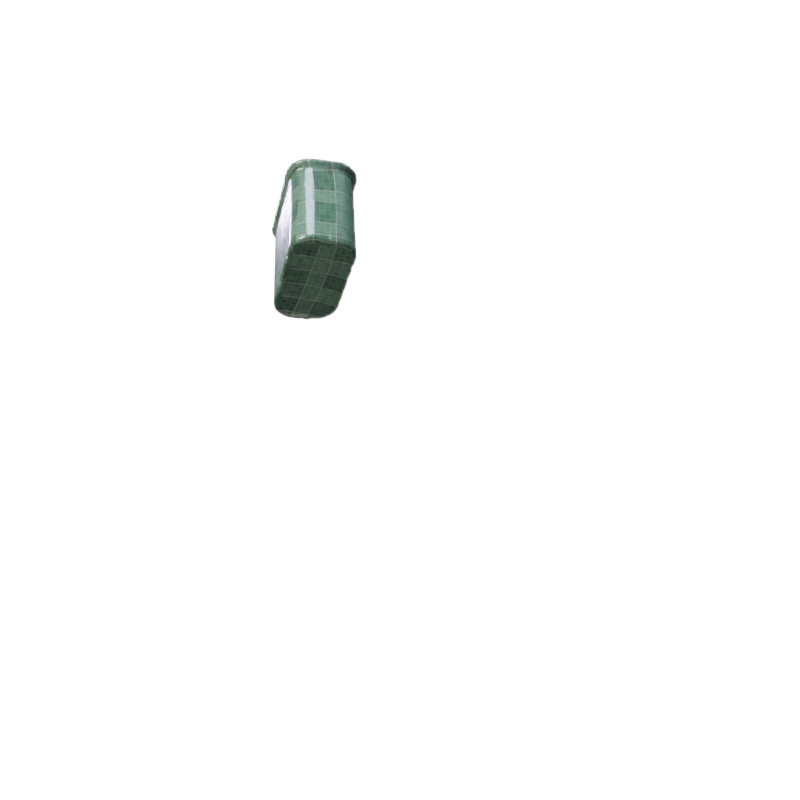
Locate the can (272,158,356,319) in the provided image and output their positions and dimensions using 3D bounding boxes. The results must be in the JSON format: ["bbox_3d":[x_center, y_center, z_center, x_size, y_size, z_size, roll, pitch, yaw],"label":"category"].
[{"bbox_3d":[-0.069,-0.126,0.879,0.056,0.090,0.097,7,-39,-12],"label":"can"}]
